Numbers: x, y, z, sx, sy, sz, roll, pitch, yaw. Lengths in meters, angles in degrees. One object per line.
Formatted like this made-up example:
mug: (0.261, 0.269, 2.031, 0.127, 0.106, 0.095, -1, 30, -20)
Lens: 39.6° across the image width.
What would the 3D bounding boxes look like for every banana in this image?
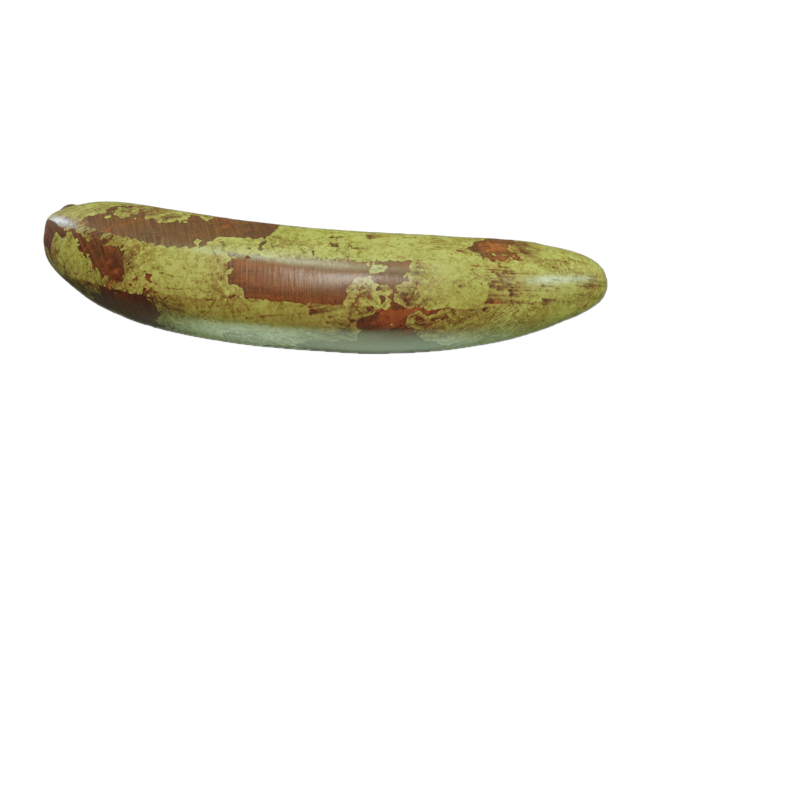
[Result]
banana: (-0.037, -0.043, 0.353, 0.203, 0.035, 0.072, 10, 34, 15)
